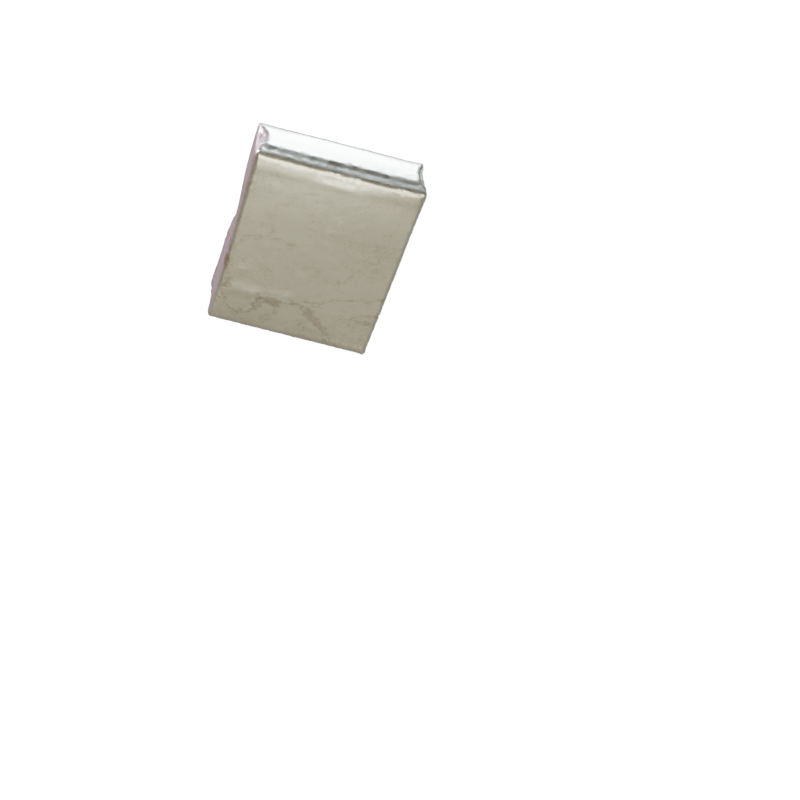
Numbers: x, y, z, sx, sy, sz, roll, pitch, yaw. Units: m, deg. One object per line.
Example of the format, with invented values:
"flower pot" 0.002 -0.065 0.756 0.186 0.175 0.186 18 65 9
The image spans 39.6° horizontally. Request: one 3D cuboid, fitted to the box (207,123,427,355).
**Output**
"box" -0.038 -0.068 0.479 0.072 0.085 0.032 14 35 -11
